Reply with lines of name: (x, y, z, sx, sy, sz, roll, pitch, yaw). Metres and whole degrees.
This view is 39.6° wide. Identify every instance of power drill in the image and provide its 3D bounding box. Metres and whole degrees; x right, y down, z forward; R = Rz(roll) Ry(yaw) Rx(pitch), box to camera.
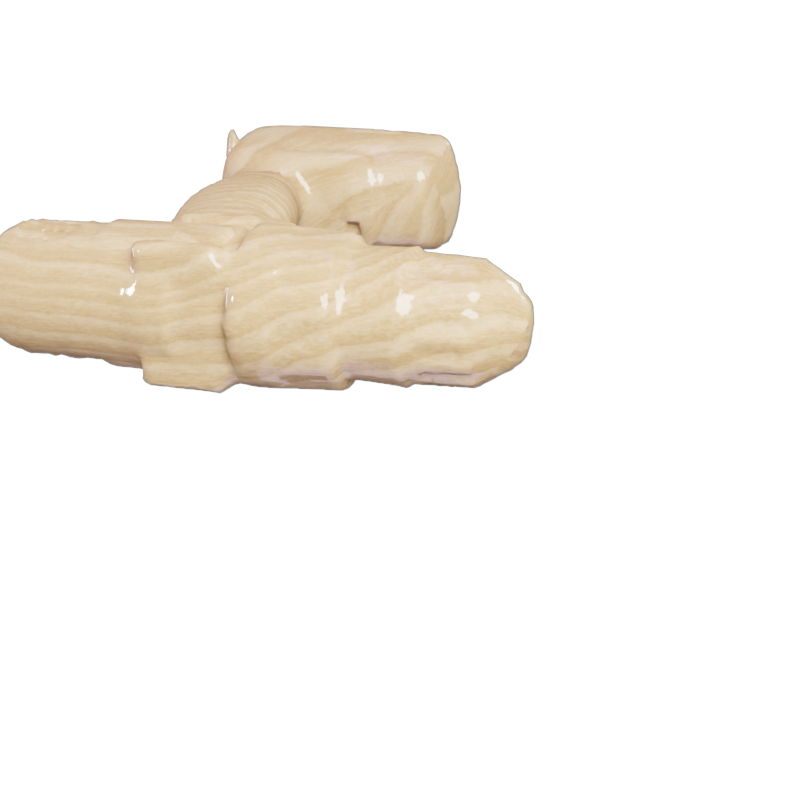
power drill: (-0.033, -0.059, 0.416, 0.189, 0.055, 0.191, 7, 23, 16)
